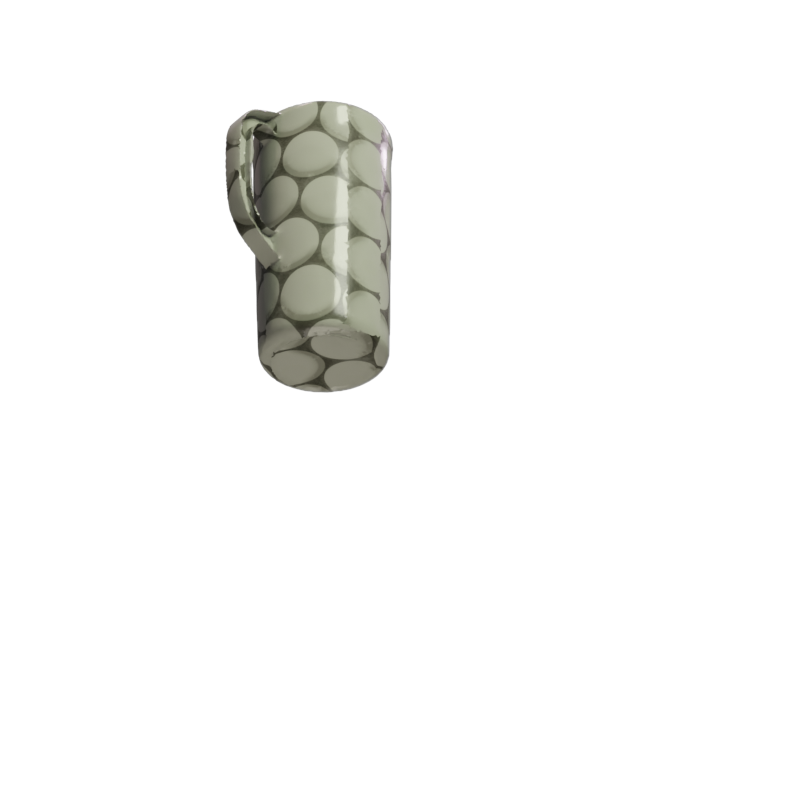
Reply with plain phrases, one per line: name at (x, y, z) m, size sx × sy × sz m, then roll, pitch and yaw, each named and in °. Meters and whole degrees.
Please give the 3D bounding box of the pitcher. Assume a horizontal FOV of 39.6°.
pitcher at (-0.076, -0.138, 0.968) m, size 0.149 × 0.260 × 0.135 m, roll -1°, pitch -35°, yaw -1°
